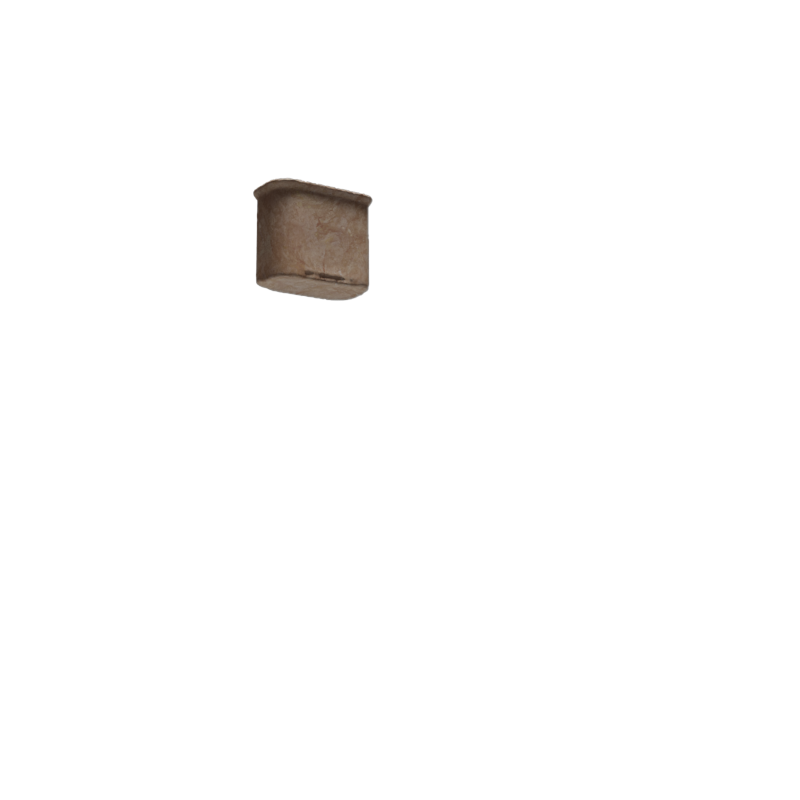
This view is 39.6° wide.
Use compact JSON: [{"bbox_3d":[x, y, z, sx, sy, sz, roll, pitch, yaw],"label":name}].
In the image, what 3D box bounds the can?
[{"bbox_3d":[-0.074,-0.134,0.940,0.097,0.087,0.058,8,-16,-33],"label":"can"}]
